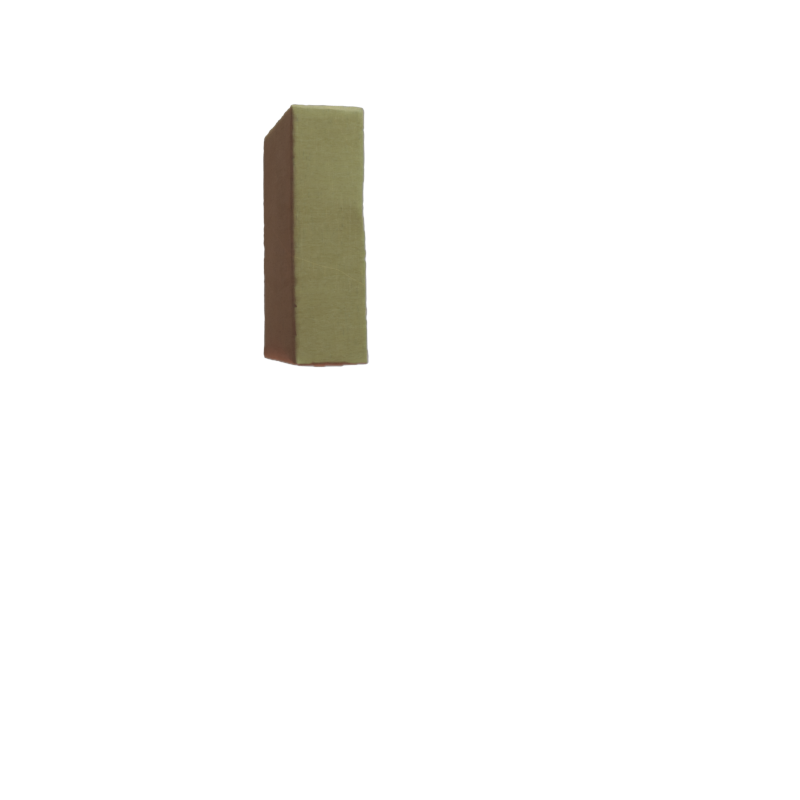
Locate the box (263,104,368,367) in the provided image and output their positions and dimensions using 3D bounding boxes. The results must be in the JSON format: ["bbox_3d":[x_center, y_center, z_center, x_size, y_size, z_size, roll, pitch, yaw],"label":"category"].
[{"bbox_3d":[-0.077,-0.140,0.977,0.071,0.216,0.166,1,-1,-15],"label":"box"}]
